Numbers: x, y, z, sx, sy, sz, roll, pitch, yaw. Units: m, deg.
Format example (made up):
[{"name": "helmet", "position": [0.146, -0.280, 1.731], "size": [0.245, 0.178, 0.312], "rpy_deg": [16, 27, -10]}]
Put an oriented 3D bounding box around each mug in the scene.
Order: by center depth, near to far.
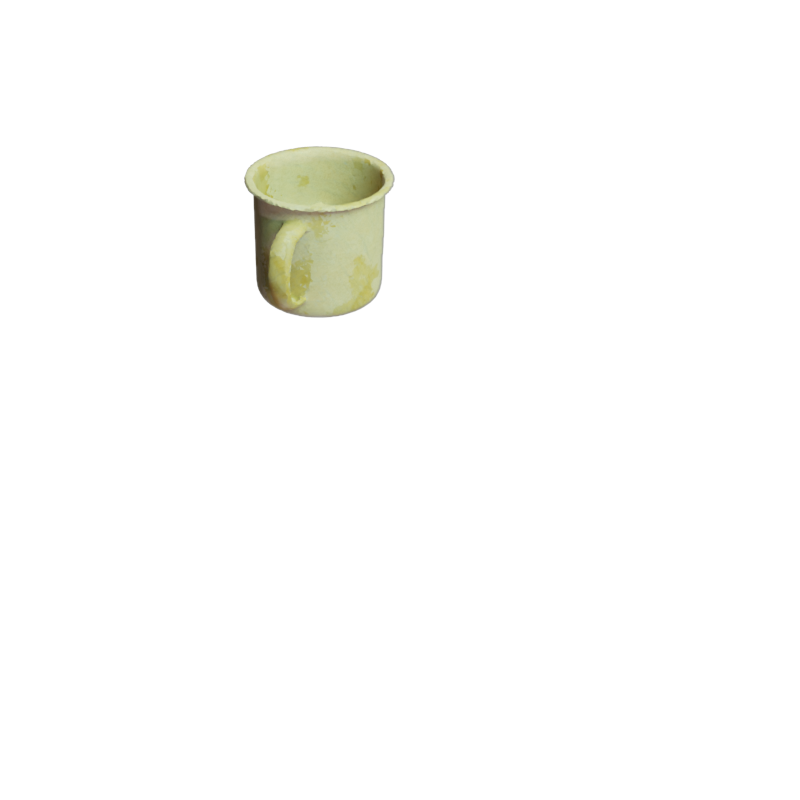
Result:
[{"name": "mug", "position": [-0.054, -0.099, 0.694], "size": [0.095, 0.077, 0.122], "rpy_deg": [9, 34, 12]}]
